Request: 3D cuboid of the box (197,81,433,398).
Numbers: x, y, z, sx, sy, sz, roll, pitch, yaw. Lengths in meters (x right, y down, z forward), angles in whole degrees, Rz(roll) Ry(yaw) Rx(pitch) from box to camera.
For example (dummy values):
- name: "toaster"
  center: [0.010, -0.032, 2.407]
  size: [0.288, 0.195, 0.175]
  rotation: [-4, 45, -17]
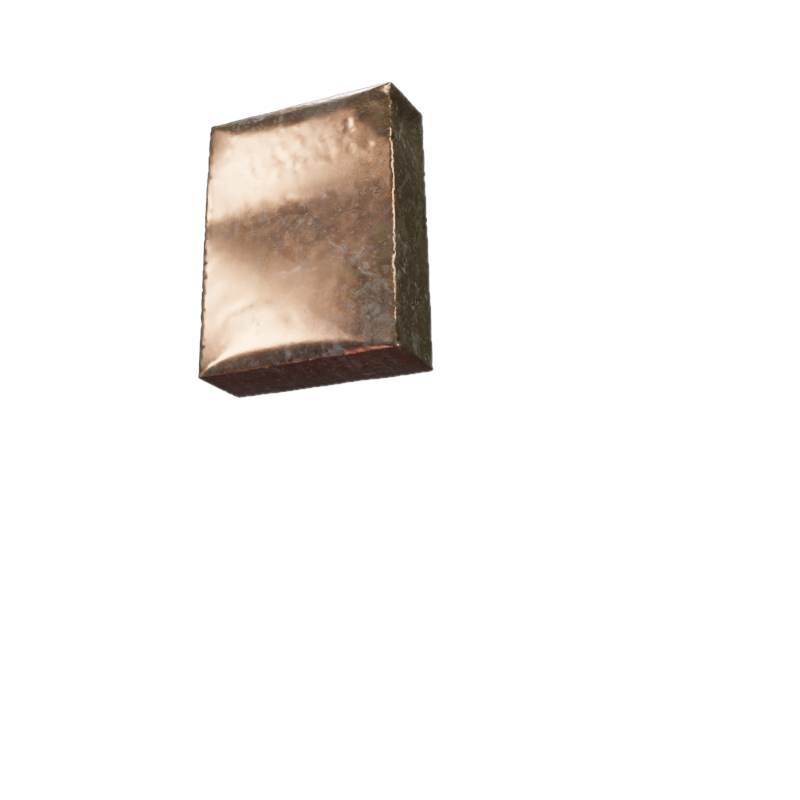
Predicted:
- name: "box"
  center: [-0.066, -0.120, 0.843]
  size: [0.167, 0.225, 0.067]
  rotation: [-10, -23, 23]
